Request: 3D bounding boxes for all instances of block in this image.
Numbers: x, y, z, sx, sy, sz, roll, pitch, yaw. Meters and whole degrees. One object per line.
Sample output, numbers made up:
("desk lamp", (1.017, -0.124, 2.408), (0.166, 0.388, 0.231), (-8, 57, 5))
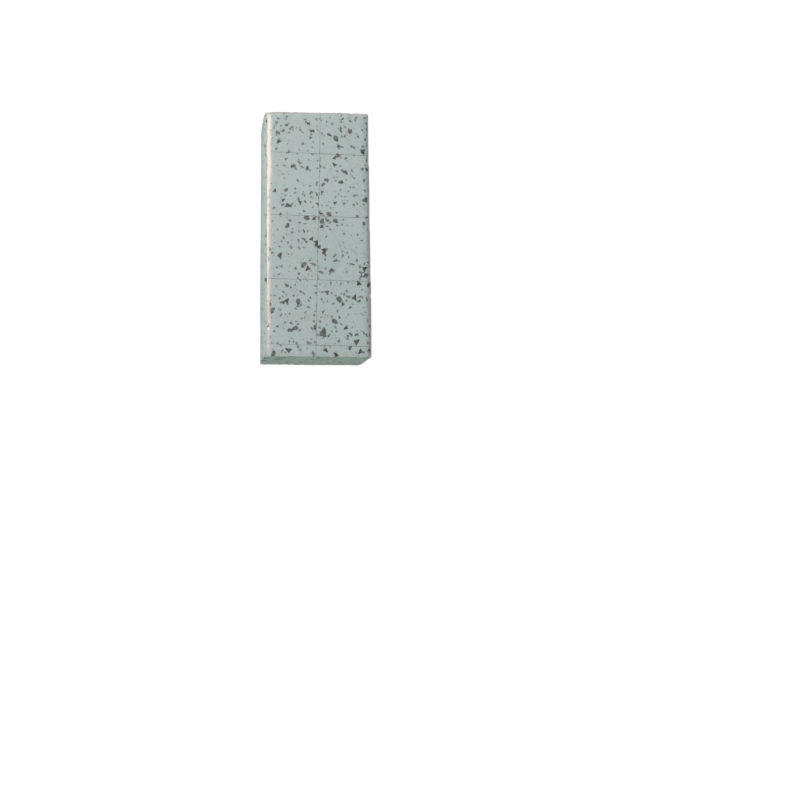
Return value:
("block", (-0.075, -0.137, 0.958), (0.090, 0.211, 0.089), (0, -9, -7))
